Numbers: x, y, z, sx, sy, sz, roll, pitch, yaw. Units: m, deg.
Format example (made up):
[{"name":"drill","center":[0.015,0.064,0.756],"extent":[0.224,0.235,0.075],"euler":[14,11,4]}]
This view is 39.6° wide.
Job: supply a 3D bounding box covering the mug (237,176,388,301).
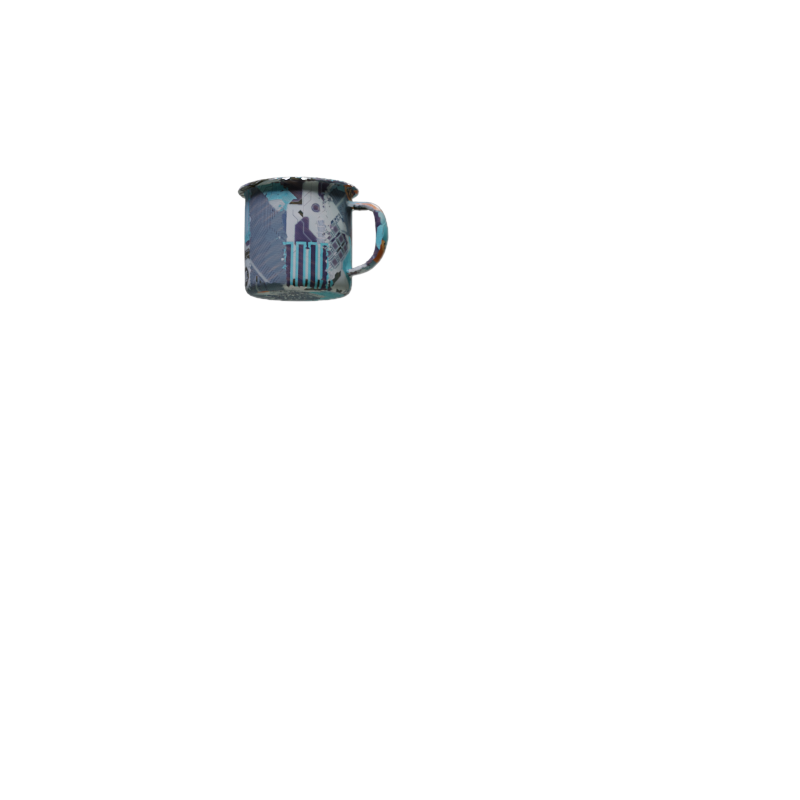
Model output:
[{"name":"mug","center":[-0.066,-0.120,0.838],"extent":[0.119,0.083,0.090],"euler":[-2,-6,16]}]
